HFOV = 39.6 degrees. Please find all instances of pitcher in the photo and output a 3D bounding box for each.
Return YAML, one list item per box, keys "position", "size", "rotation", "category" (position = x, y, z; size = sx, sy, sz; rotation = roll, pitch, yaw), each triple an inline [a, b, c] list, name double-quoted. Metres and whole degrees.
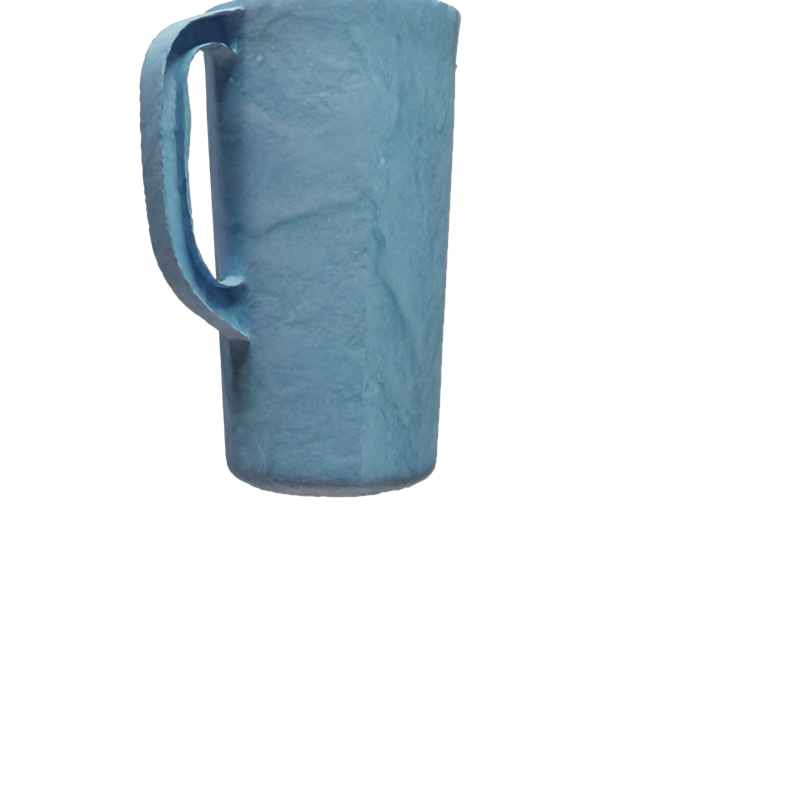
- position: [-0.044, -0.080, 0.562]
  size: [0.150, 0.243, 0.144]
  rotation: [0, 1, 4]
  category: "pitcher"
